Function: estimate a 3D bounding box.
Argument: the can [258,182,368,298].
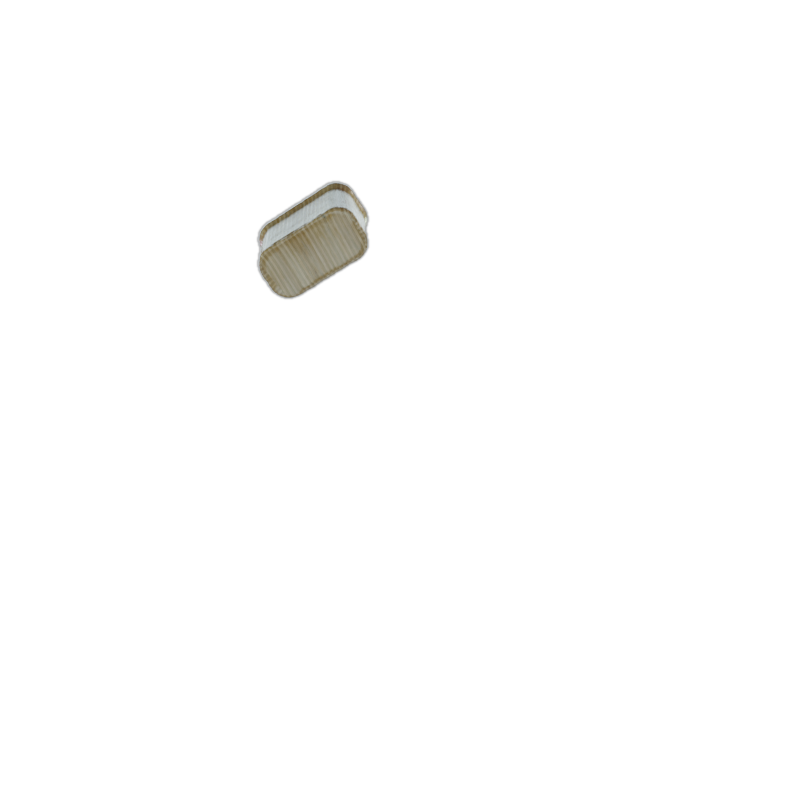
[{"bbox_3d":[-0.078,-0.141,0.990,0.102,0.055,0.088,-31,20,9],"label":"can"}]
